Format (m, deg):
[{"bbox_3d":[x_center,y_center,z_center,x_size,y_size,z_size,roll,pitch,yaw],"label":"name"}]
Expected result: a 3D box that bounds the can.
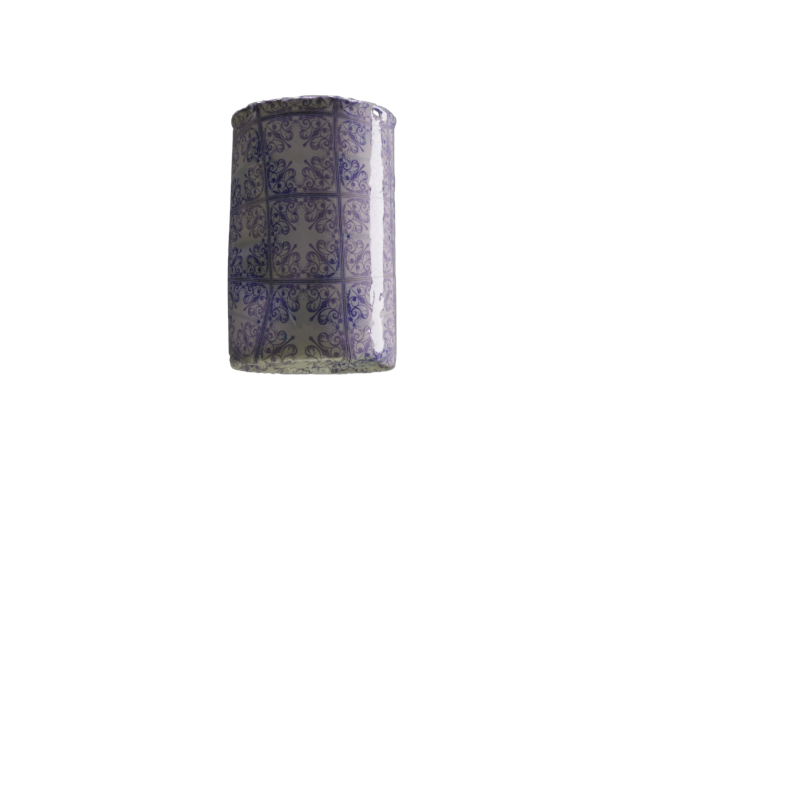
[{"bbox_3d":[-0.035,-0.064,0.446,0.068,0.105,0.067,0,-9,-2],"label":"can"}]
